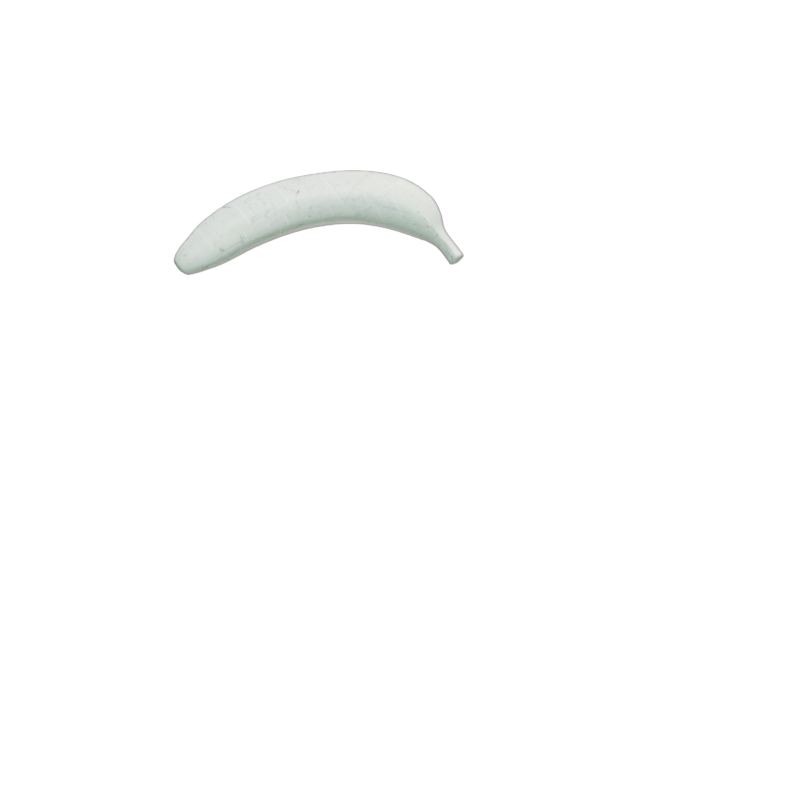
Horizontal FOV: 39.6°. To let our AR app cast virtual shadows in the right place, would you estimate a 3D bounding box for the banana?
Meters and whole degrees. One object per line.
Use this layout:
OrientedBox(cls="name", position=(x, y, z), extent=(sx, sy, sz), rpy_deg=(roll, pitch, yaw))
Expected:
OrientedBox(cls="banana", position=(-0.057, -0.125, 0.763), extent=(0.197, 0.074, 0.035), rpy_deg=(-3, -28, -2))
